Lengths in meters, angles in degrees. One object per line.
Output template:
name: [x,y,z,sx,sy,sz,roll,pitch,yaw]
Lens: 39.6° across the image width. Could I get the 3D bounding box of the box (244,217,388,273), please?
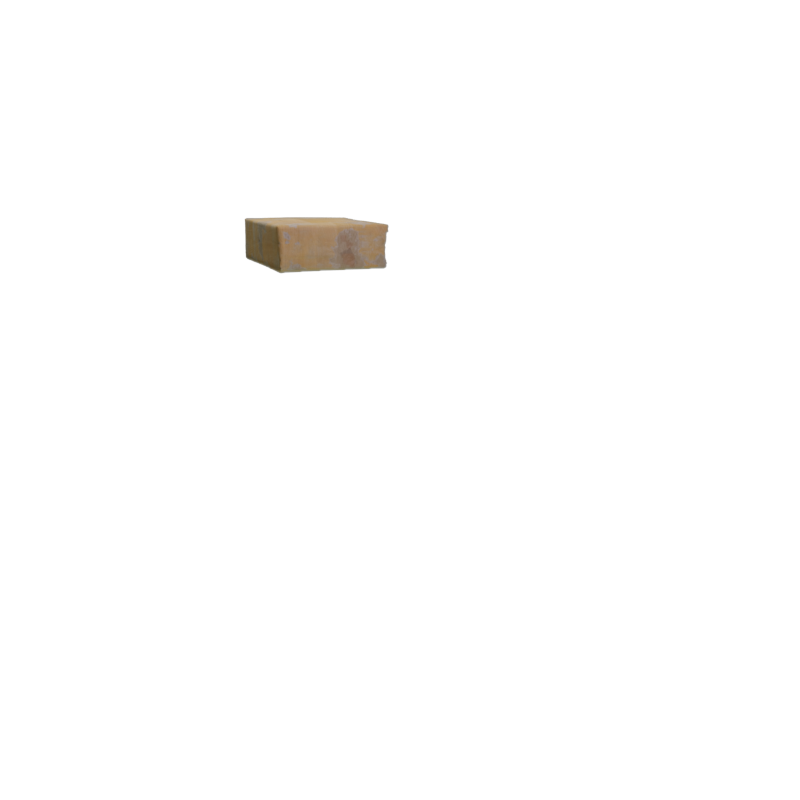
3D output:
box: [-0.070,-0.127,0.891,0.088,0.038,0.119,-4,14,-18]
